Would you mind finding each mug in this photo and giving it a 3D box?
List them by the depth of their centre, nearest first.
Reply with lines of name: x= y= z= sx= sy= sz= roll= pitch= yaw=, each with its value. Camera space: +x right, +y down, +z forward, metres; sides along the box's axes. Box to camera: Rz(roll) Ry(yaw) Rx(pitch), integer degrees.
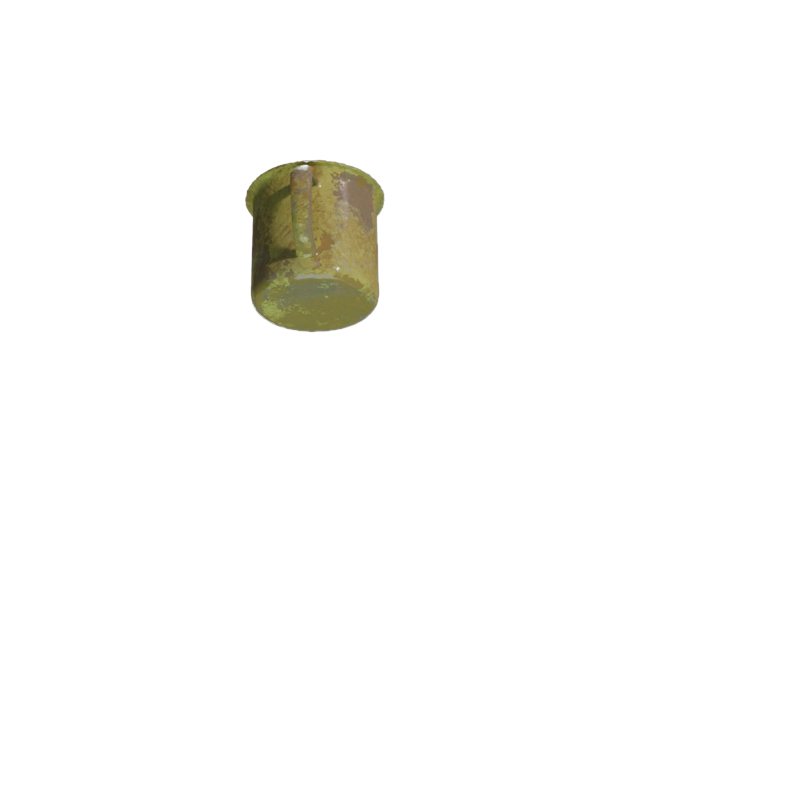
mug: x=-0.056 y=-0.101 z=0.710 sx=0.093 sy=0.087 sz=0.110 roll=-2 pitch=-27 yaw=1
